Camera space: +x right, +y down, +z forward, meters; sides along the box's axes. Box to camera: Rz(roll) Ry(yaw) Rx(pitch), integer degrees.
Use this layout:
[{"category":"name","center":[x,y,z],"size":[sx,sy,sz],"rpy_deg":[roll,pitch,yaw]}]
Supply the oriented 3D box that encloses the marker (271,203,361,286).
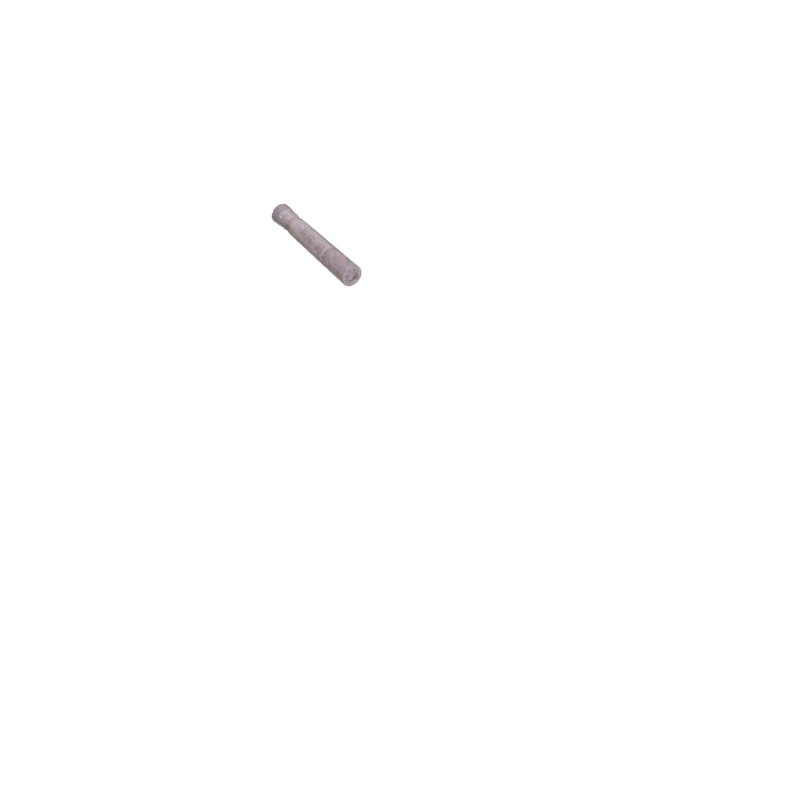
[{"category":"marker","center":[-0.073,-0.134,0.935],"size":[0.019,0.019,0.131],"rpy_deg":[-3,33,-38]}]
